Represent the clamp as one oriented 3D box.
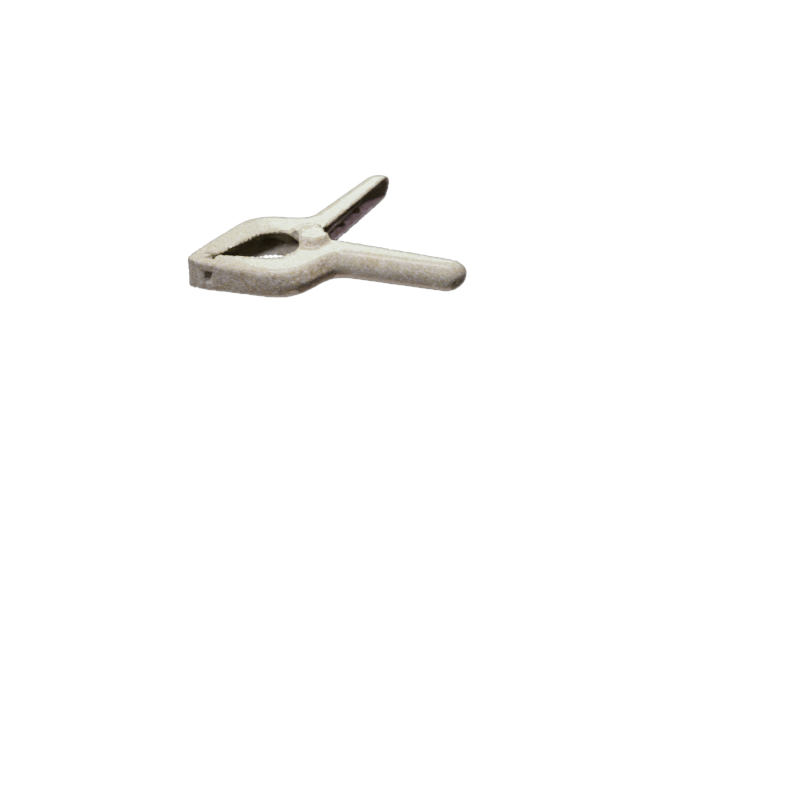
[{"bbox_3d":[-0.071,-0.129,0.904,0.207,0.034,0.178,-9,38,-12],"label":"clamp"}]
